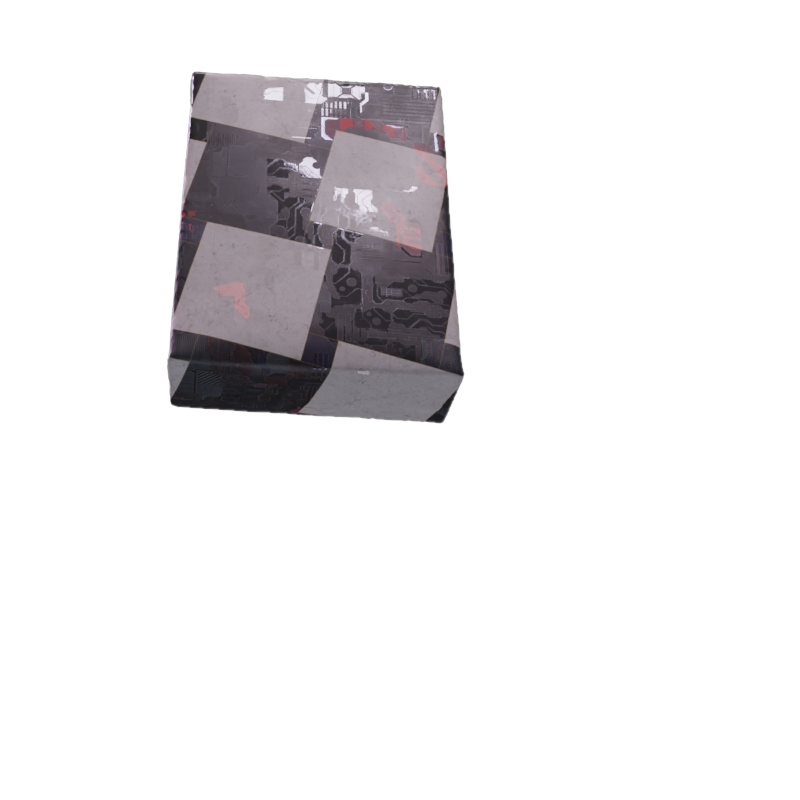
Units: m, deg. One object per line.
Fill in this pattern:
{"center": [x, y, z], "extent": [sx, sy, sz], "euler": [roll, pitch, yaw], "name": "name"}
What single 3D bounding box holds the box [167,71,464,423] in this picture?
{"center": [-0.053, -0.097, 0.682], "extent": [0.163, 0.228, 0.068], "euler": [2, -33, -6], "name": "box"}
